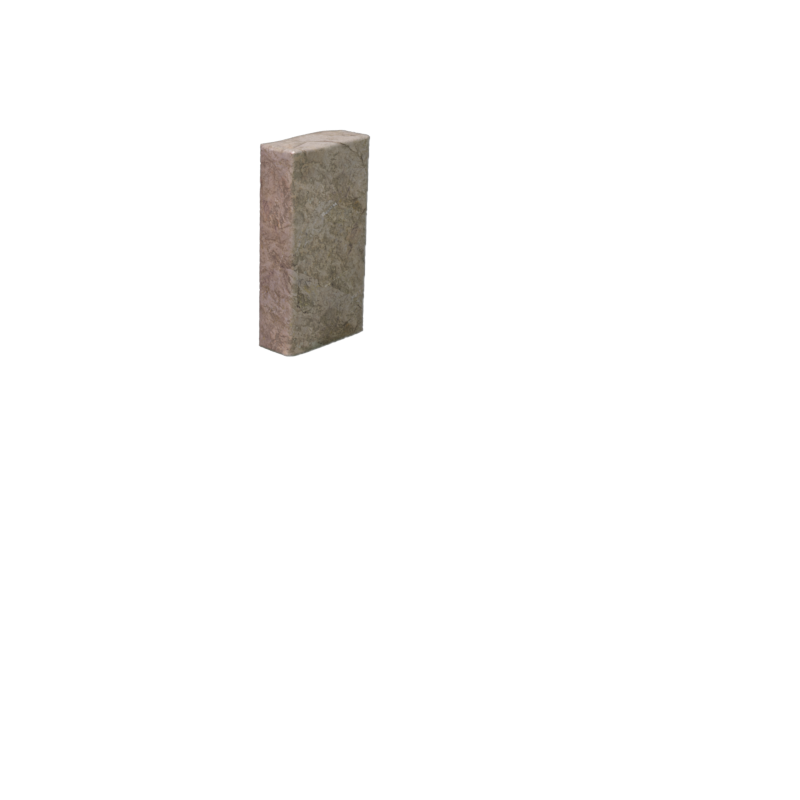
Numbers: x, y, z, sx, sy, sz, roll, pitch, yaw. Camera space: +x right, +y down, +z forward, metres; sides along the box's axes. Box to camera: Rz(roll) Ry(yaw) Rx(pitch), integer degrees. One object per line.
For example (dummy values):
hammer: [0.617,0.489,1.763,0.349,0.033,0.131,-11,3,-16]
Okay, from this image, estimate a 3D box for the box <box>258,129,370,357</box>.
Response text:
box: [-0.072,-0.132,0.921,0.051,0.169,0.092,16,23,39]
